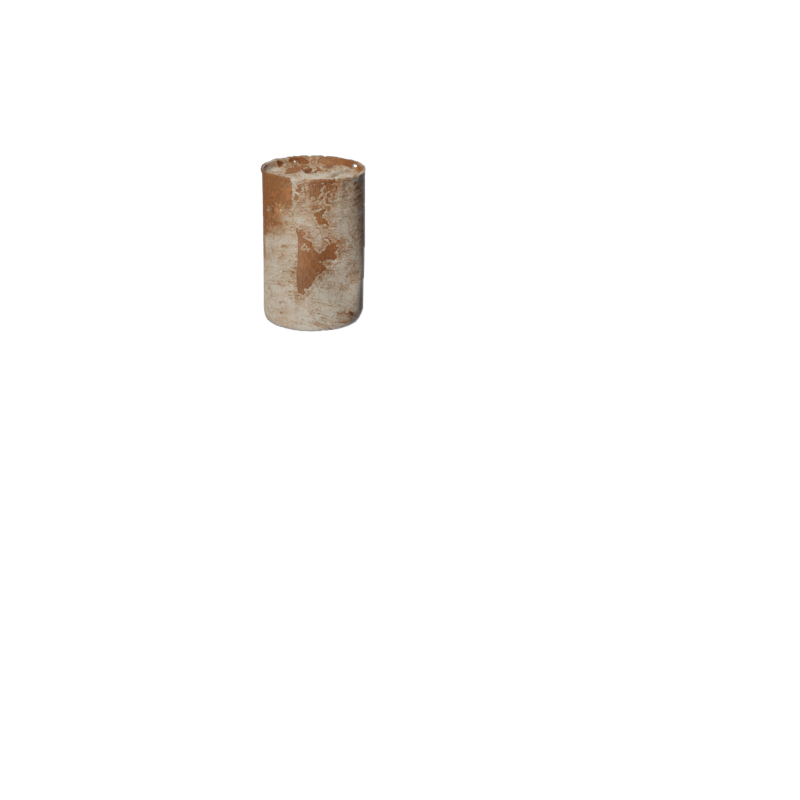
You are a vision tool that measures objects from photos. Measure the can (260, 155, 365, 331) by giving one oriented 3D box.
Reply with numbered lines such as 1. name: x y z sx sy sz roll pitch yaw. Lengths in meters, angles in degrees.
1. can: -0.057 -0.104 0.730 0.068 0.098 0.072 0 20 -2
